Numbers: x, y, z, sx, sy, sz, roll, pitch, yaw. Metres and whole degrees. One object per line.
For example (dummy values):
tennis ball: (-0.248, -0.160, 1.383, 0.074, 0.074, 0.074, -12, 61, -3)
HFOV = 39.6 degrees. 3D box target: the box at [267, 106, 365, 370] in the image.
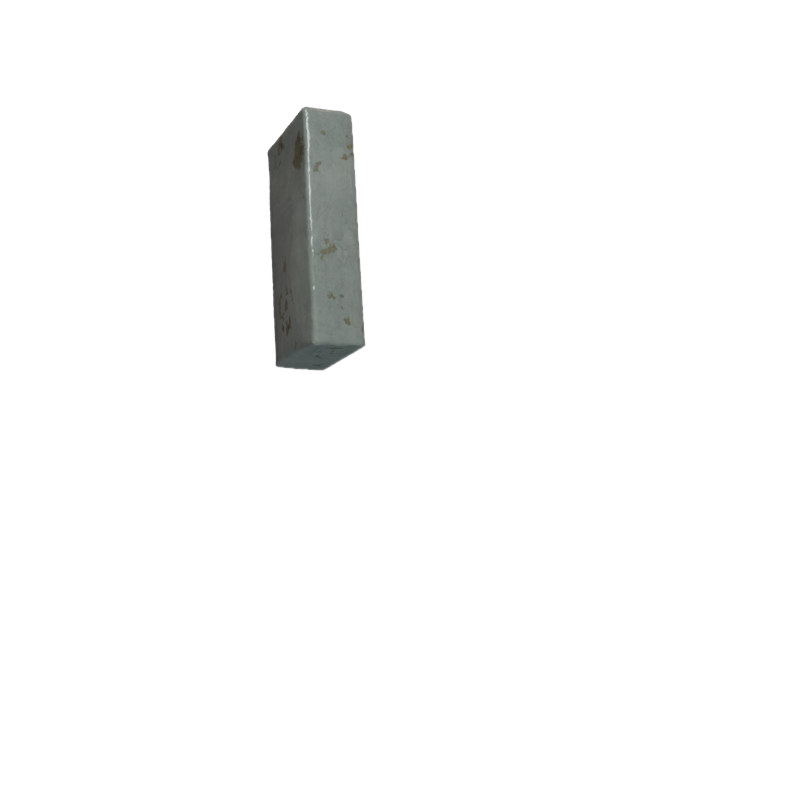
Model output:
box: (-0.064, -0.117, 0.817, 0.047, 0.183, 0.093, 6, -17, -22)
